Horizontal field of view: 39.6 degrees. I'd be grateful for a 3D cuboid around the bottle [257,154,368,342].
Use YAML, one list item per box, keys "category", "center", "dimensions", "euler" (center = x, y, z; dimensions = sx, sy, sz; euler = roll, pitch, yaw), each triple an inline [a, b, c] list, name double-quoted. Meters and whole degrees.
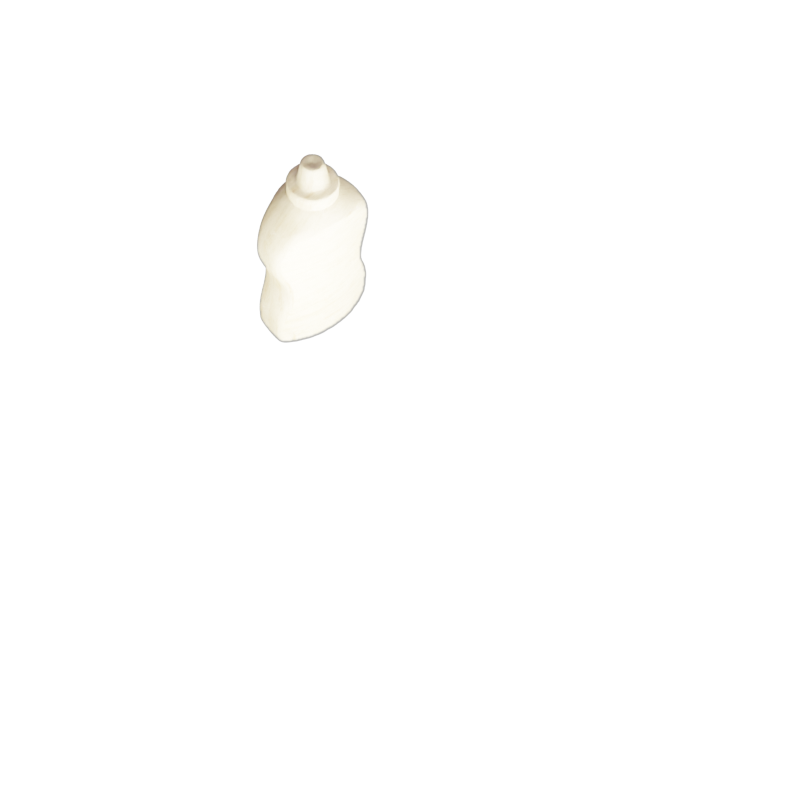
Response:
- category: "bottle"
  center: [-0.070, -0.128, 0.896]
  dimensions: [0.096, 0.062, 0.179]
  euler: [-31, -25, -21]
